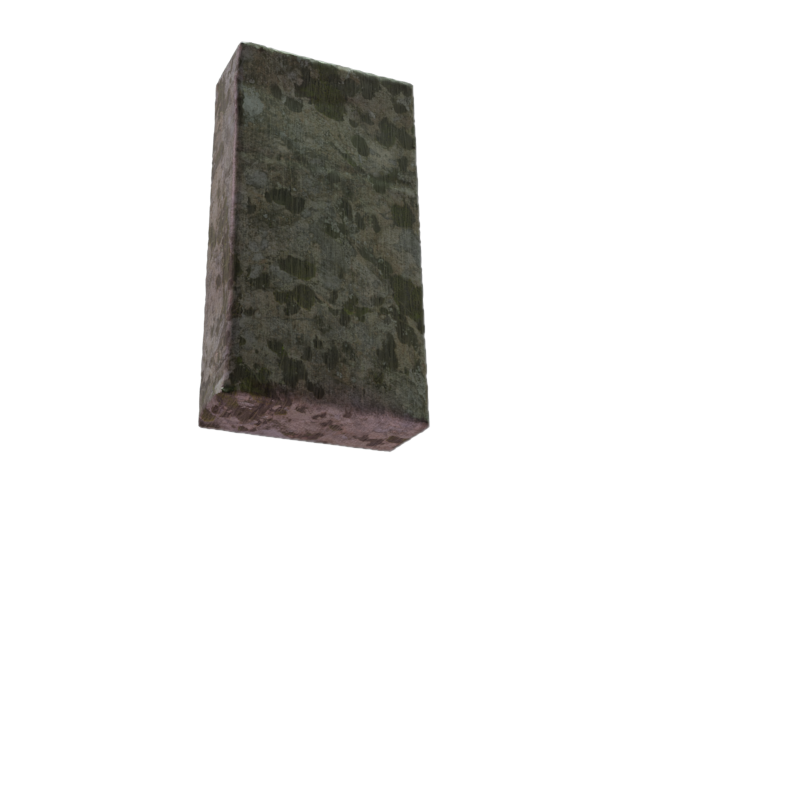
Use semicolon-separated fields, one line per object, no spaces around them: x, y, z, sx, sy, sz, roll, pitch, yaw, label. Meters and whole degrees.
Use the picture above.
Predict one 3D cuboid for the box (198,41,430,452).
-0.039;-0.072;0.503;0.090;0.187;0.047;9;-30;-21;box
